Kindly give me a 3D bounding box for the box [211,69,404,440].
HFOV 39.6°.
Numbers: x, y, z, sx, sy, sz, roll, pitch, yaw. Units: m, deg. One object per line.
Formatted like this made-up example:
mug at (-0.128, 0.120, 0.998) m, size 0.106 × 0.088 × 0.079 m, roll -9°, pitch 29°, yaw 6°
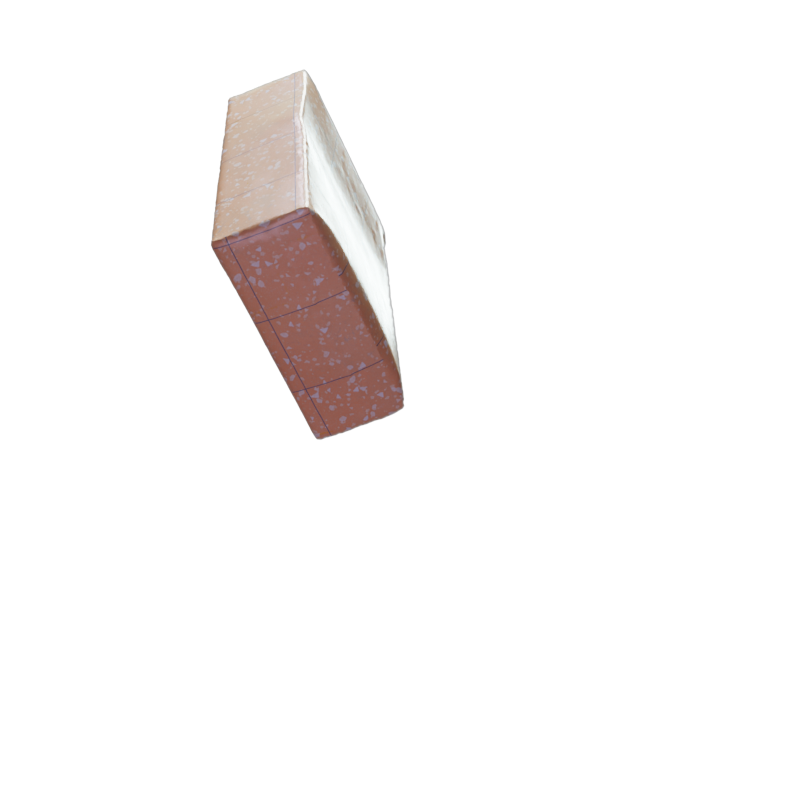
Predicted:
box at (-0.059, -0.108, 0.756) m, size 0.072 × 0.153 × 0.228 m, roll -20°, pitch 34°, yaw 10°
